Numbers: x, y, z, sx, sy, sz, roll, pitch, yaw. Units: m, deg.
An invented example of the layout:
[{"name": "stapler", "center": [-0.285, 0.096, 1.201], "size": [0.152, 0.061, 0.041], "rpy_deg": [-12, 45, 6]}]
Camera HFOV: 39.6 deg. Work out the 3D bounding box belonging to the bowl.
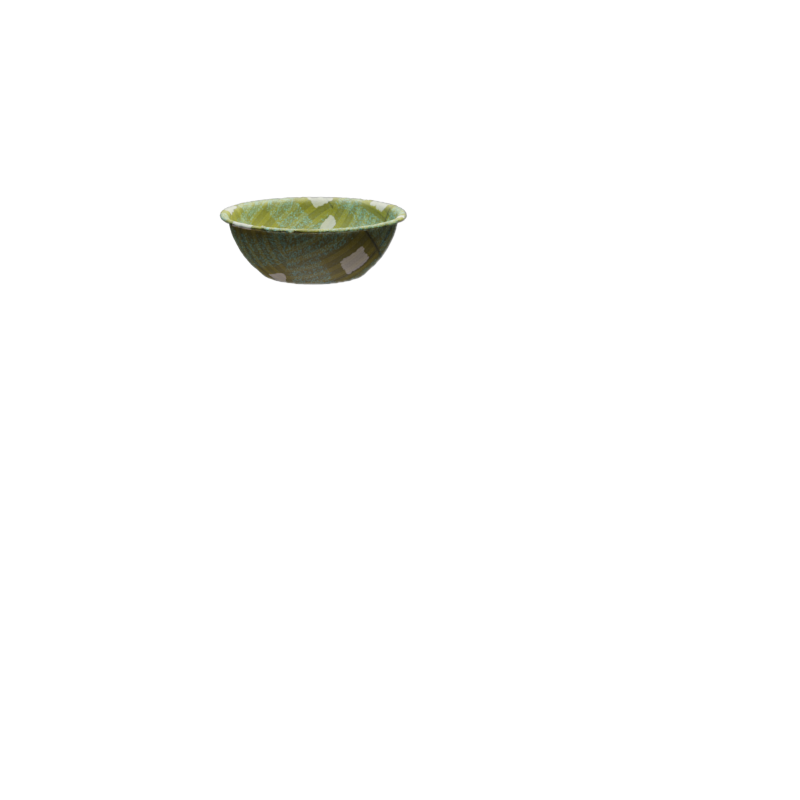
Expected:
[{"name": "bowl", "center": [-0.075, -0.137, 0.963], "size": [0.162, 0.053, 0.168], "rpy_deg": [-1, 19, -2]}]
